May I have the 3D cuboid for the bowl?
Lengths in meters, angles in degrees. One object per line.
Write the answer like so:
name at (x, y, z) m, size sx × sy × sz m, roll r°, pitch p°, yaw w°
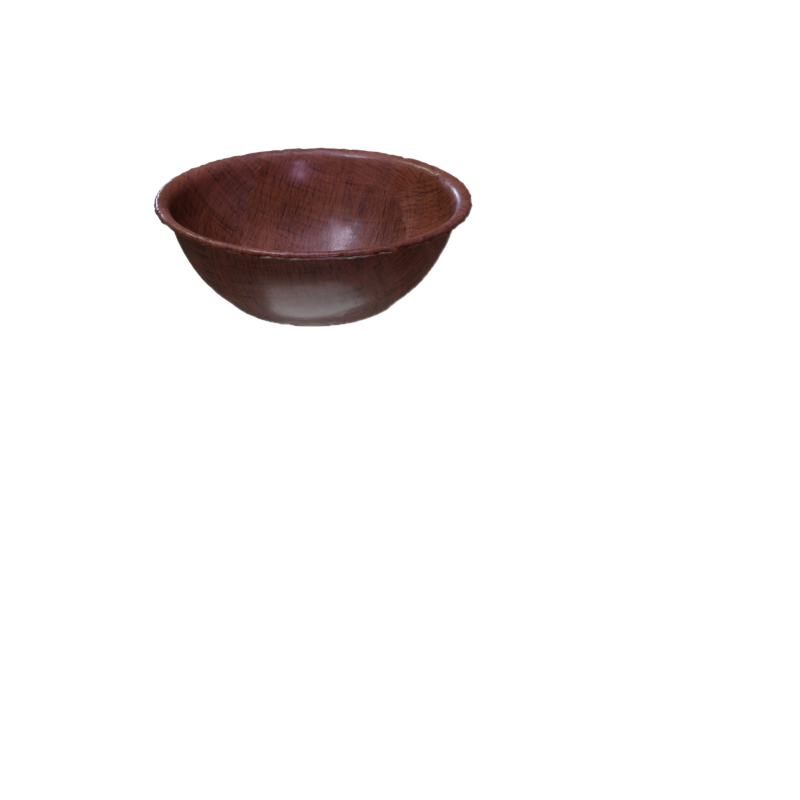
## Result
bowl at (-0.045, -0.082, 0.574) m, size 0.162 × 0.052 × 0.171 m, roll -1°, pitch 28°, yaw -2°
